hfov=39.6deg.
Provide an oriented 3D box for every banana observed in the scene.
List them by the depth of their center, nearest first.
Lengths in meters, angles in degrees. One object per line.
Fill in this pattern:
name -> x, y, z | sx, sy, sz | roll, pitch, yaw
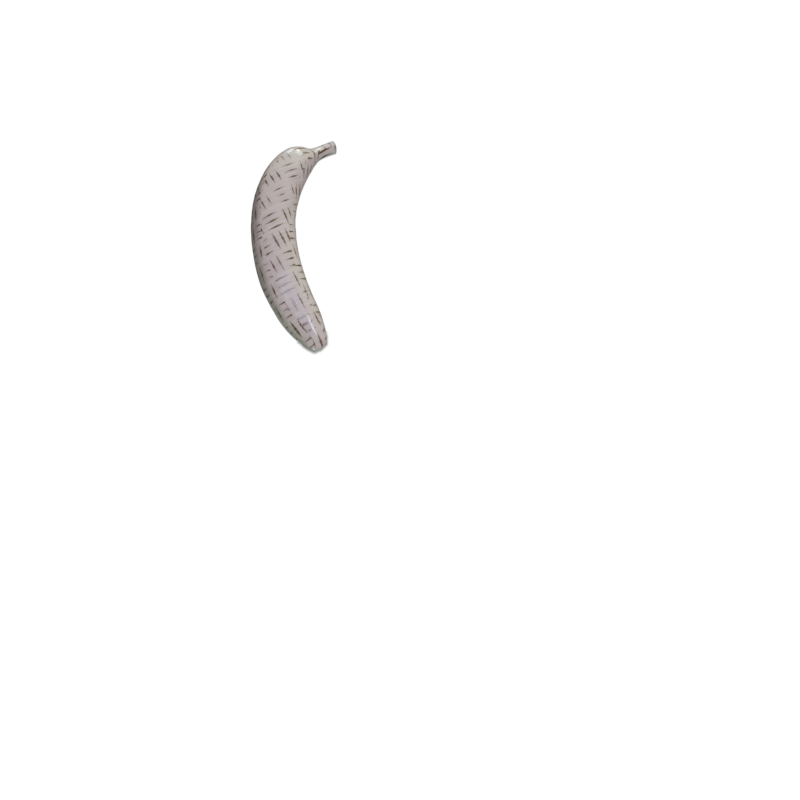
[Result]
banana -> -0.090, -0.136, 0.922 | 0.070, 0.208, 0.035 | 2, -24, 0
